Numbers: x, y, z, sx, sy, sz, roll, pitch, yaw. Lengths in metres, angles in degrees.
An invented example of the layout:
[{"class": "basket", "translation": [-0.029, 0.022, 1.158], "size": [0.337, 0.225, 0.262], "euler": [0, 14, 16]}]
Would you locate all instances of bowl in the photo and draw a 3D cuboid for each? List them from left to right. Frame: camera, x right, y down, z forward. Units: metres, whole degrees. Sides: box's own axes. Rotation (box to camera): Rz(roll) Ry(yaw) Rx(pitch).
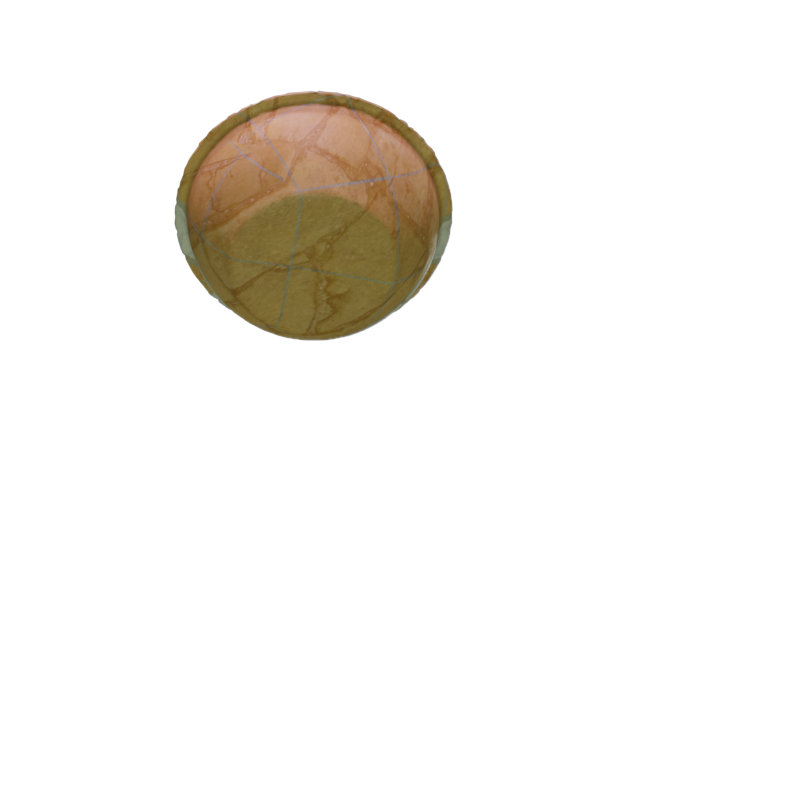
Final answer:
[{"class": "bowl", "translation": [-0.049, -0.089, 0.624], "size": [0.162, 0.152, 0.059], "euler": [1, 33, -1]}]
